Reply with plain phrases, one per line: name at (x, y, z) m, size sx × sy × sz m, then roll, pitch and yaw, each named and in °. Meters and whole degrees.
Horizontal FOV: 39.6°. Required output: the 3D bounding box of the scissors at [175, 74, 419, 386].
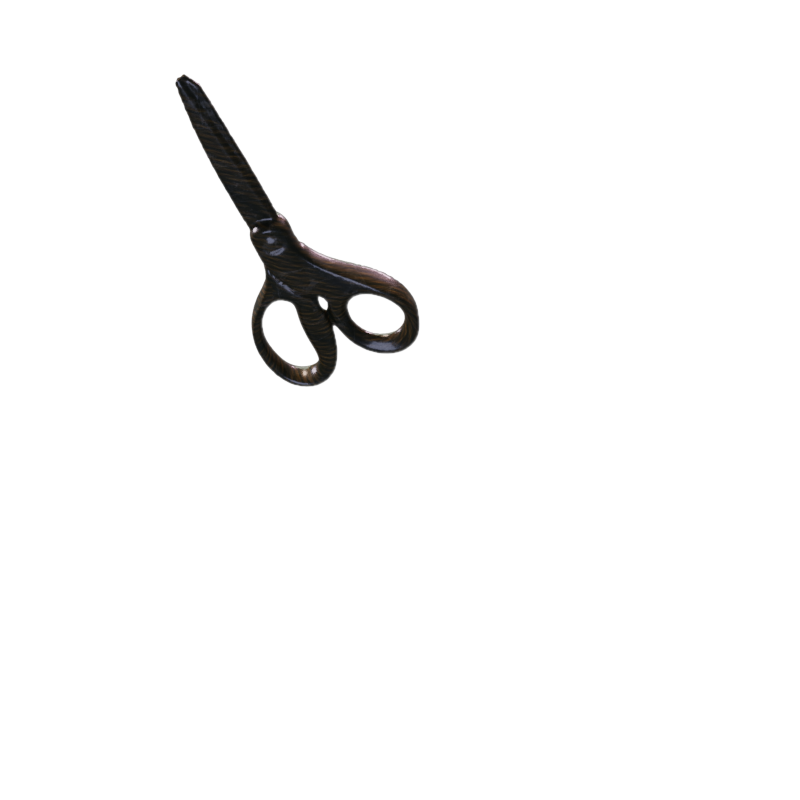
scissors at (-0.042, -0.076, 0.534) m, size 0.096 × 0.017 × 0.187 m, roll -3°, pitch -43°, yaw 3°
